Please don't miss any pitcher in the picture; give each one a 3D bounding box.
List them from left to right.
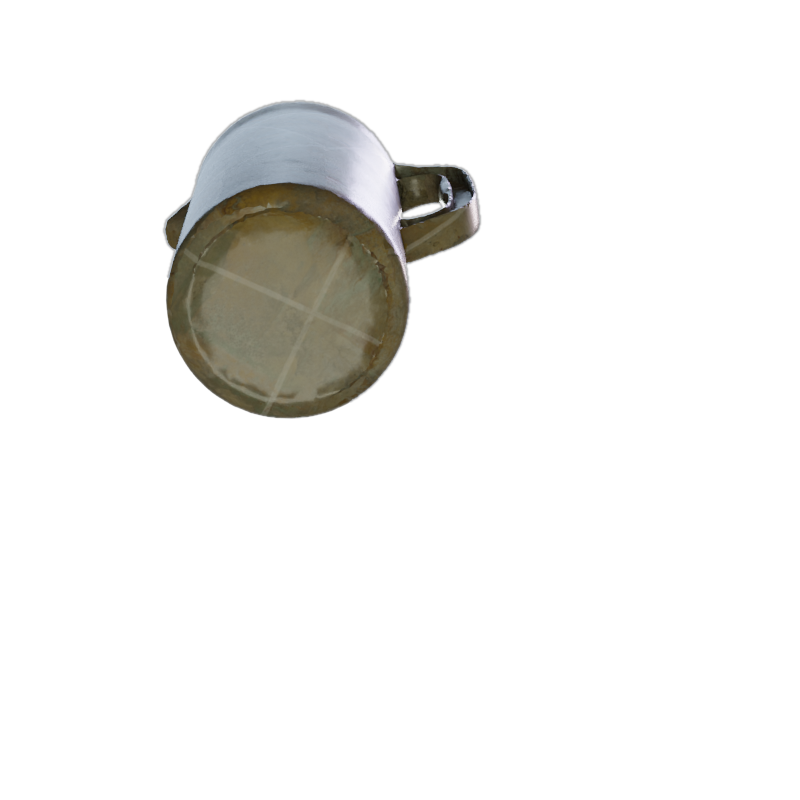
[{"bbox_3d":[-0.047,-0.085,0.595,0.141,0.147,0.253,34,13,-14],"label":"pitcher"}]
